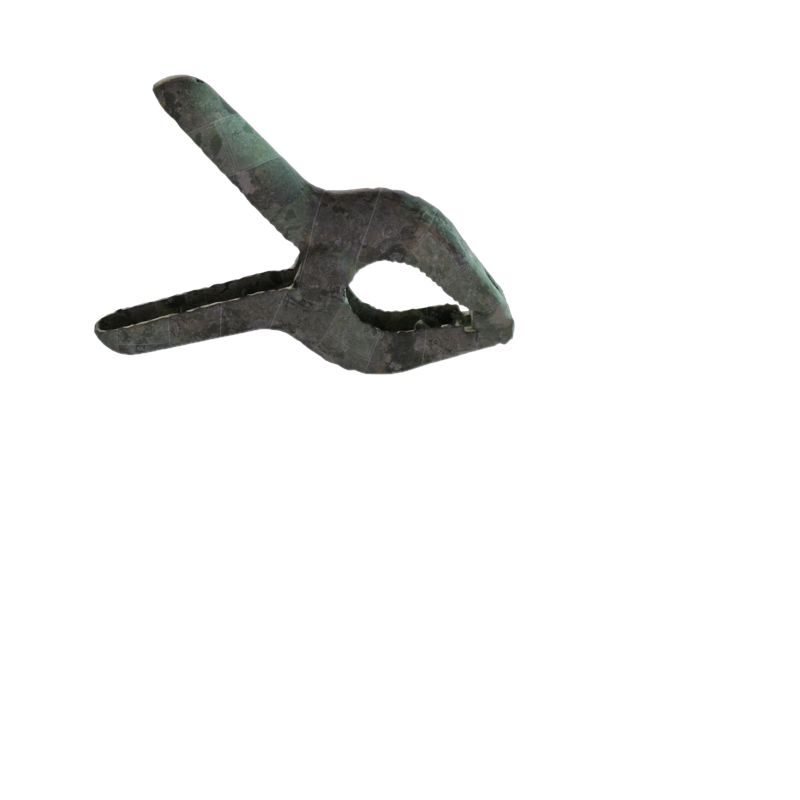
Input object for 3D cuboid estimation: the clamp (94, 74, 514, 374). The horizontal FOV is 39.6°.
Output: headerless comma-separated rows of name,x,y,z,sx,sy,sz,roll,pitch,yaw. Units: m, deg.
clamp,-0.035,-0.064,0.448,0.170,0.114,0.042,7,29,-4
